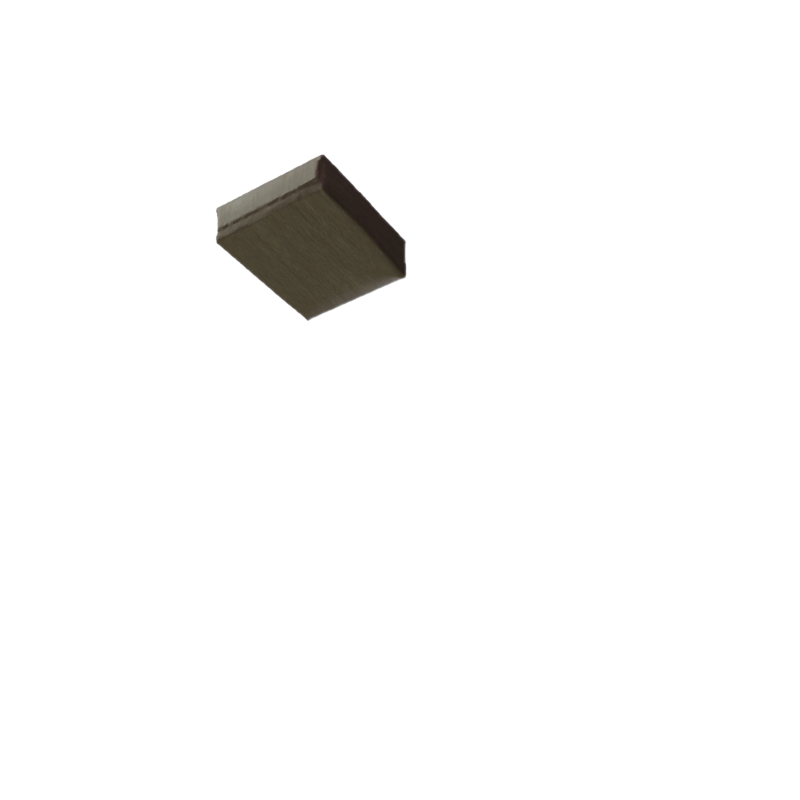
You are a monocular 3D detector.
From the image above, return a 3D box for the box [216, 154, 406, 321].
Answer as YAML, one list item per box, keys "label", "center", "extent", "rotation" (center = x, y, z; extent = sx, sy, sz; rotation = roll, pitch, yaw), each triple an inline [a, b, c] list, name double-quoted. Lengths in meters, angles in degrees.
- label: "box"
  center: [-0.060, -0.110, 0.773]
  extent: [0.090, 0.042, 0.105]
  rotation: [-22, -43, 25]
